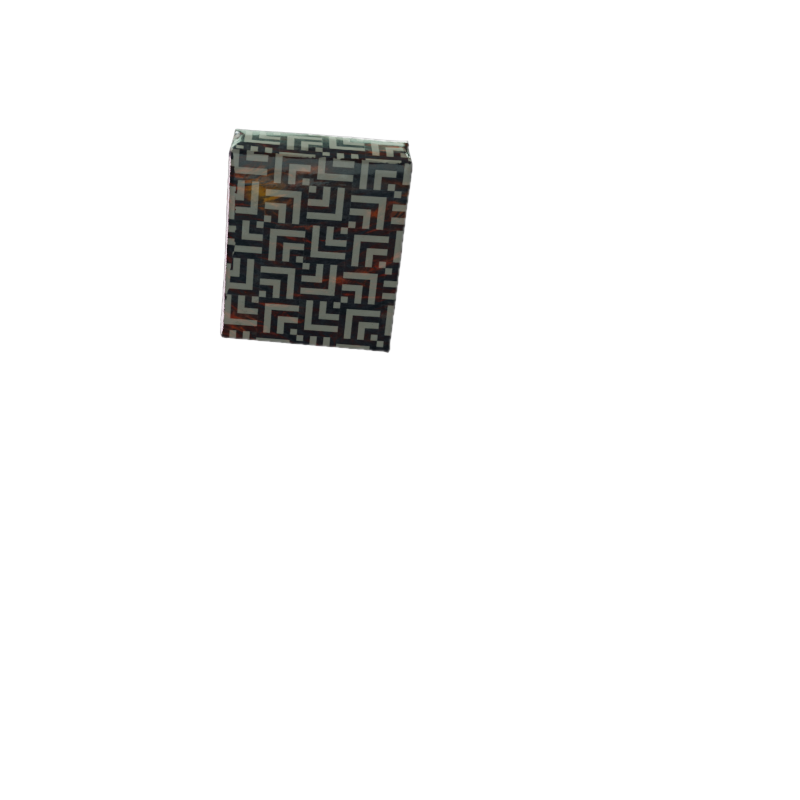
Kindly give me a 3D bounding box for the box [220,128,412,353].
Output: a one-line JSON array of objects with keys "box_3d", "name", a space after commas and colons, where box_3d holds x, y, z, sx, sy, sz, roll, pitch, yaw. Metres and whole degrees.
[{"box_3d": [-0.036, -0.066, 0.465, 0.073, 0.085, 0.032, 5, 27, -3], "name": "box"}]
